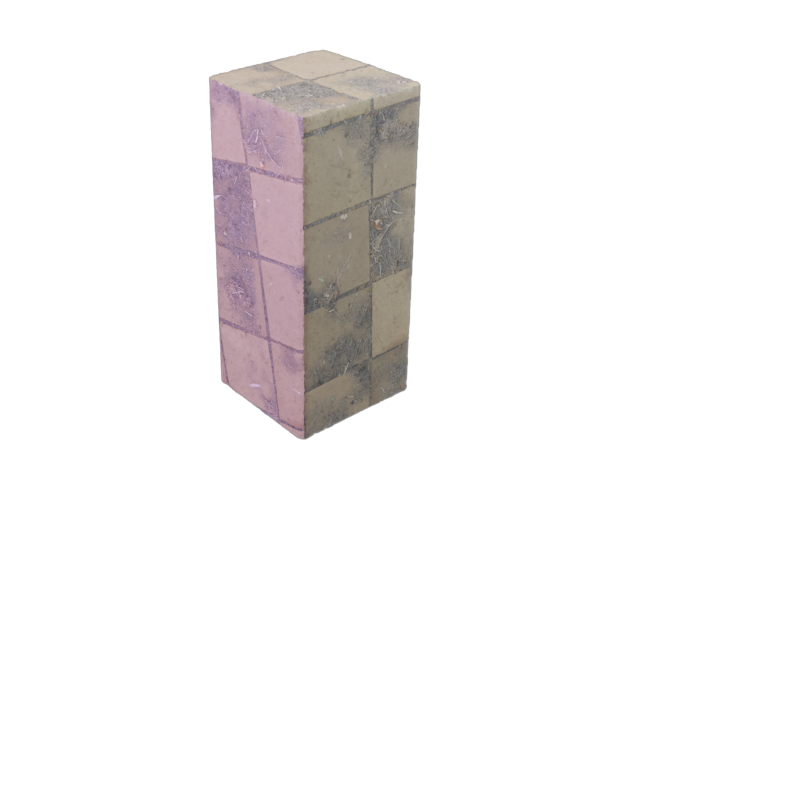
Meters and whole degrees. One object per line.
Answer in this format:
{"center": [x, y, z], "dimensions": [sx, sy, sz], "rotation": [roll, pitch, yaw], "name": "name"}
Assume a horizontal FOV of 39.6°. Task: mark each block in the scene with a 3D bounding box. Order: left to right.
{"center": [-0.053, -0.097, 0.675], "dimensions": [0.090, 0.194, 0.096], "rotation": [-23, 38, -37], "name": "block"}
